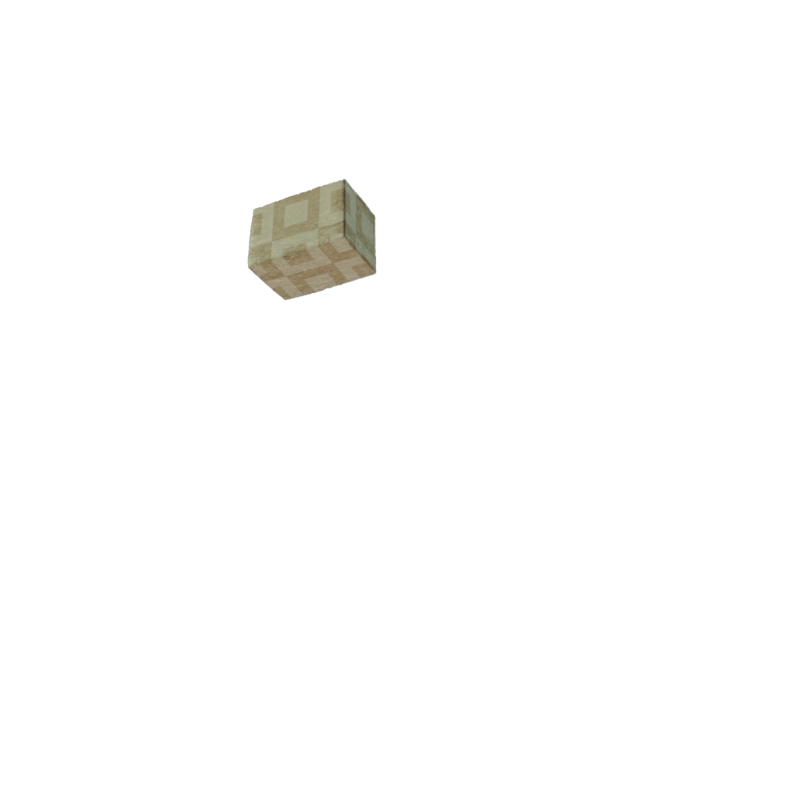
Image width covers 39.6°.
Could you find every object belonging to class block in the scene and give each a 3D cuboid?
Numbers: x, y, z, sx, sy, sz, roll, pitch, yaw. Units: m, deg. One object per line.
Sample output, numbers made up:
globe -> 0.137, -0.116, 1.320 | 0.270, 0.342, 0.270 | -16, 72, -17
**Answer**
block -> -0.062, -0.113, 0.791 | 0.079, 0.055, 0.049 | -15, -34, 22
